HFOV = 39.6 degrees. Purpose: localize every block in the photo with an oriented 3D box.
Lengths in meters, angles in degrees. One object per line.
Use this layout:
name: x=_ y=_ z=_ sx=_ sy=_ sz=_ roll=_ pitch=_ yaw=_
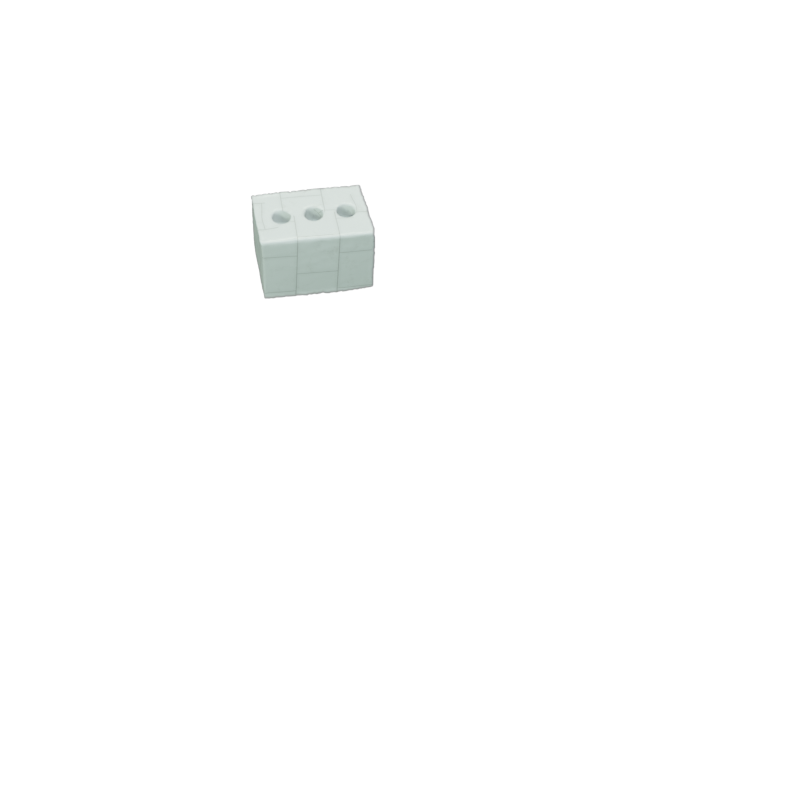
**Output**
block: x=-0.059 y=-0.107 z=0.752 sx=0.077 sy=0.048 sz=0.057 roll=-7 pitch=45 yaw=-8
